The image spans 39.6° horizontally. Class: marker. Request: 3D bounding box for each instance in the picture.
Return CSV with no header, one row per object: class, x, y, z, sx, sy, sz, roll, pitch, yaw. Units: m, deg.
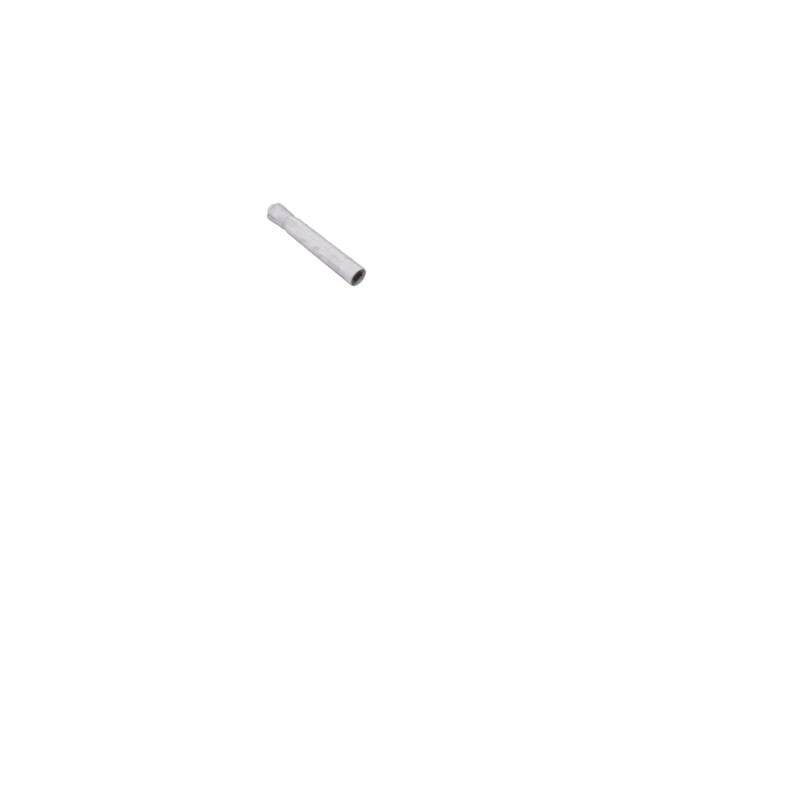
marker,-0.078,-0.142,0.997,0.129,0.019,0.019,41,27,31
